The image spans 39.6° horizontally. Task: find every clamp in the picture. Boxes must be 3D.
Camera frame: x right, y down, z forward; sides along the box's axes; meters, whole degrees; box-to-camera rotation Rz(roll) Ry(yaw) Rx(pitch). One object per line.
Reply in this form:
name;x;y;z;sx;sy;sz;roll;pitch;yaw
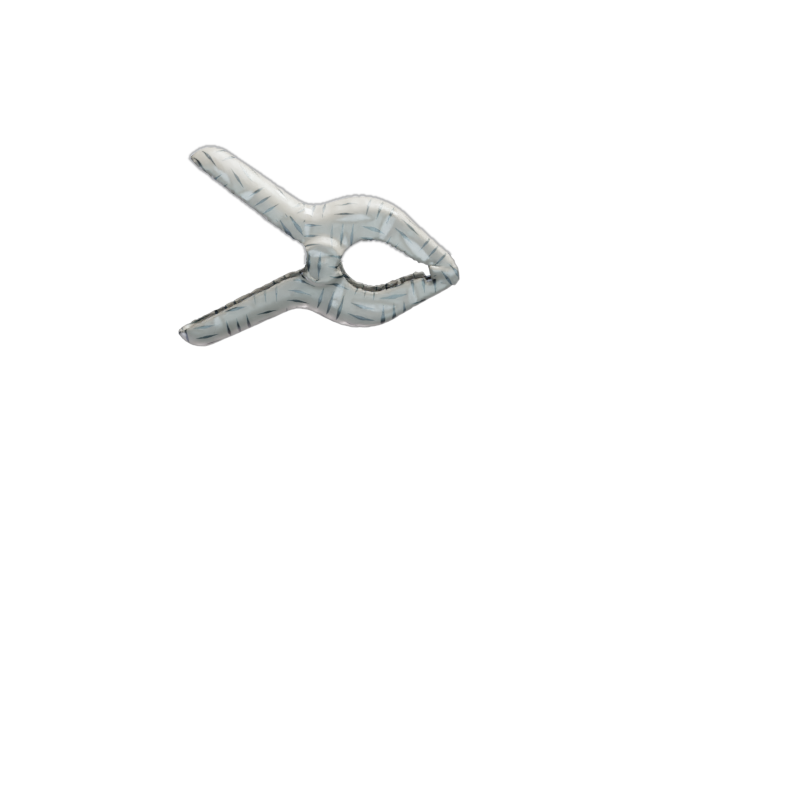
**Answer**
clamp;-0.052;-0.095;0.662;0.171;0.115;0.041;-3;17;1
